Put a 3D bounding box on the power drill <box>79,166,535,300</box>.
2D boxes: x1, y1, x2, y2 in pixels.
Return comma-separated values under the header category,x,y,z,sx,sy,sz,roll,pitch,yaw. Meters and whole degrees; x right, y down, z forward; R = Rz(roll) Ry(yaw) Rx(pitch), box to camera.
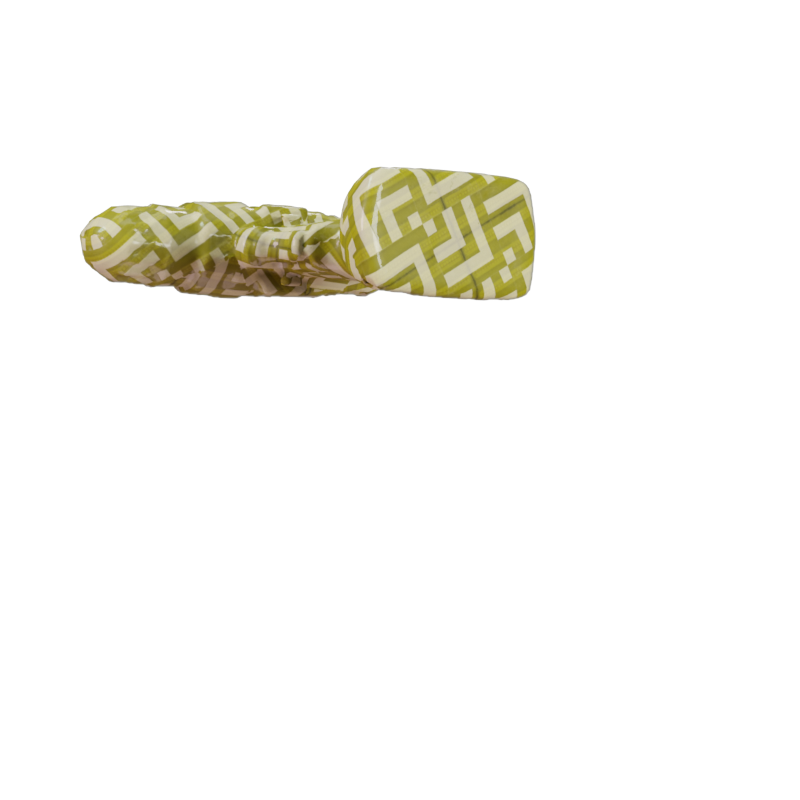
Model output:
category,x,y,z,sx,sy,sz,roll,pitch,yaw
power drill,-0.043,-0.078,0.549,0.178,0.057,0.195,-4,6,-36
